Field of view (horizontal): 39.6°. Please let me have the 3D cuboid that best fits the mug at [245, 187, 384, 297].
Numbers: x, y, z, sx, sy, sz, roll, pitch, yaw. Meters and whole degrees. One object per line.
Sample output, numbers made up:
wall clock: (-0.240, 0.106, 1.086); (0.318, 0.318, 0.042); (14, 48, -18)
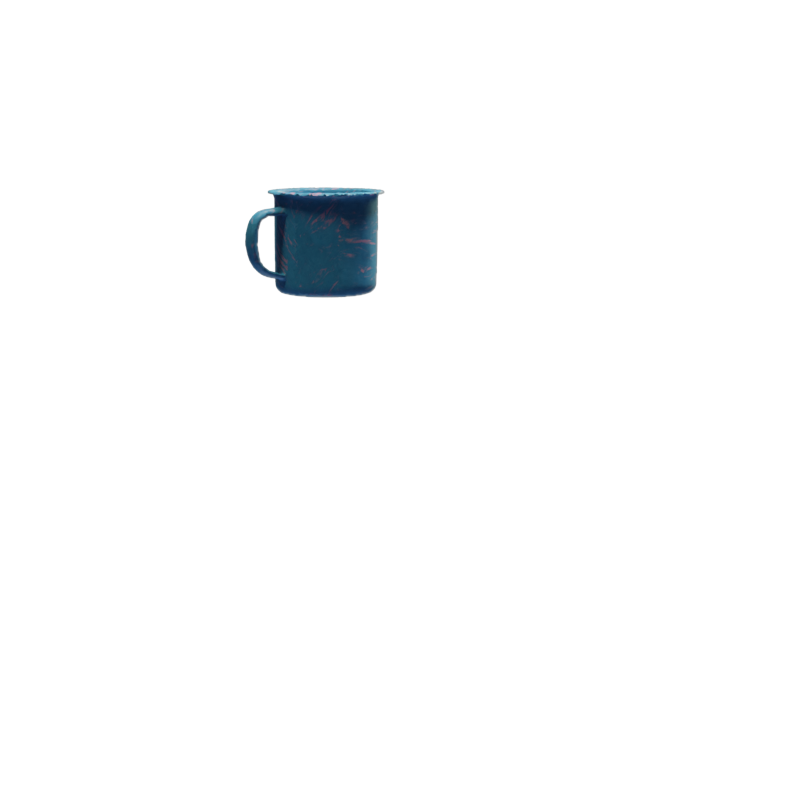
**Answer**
mug: (-0.069, -0.125, 0.878); (0.114, 0.080, 0.098); (-7, 13, -35)
